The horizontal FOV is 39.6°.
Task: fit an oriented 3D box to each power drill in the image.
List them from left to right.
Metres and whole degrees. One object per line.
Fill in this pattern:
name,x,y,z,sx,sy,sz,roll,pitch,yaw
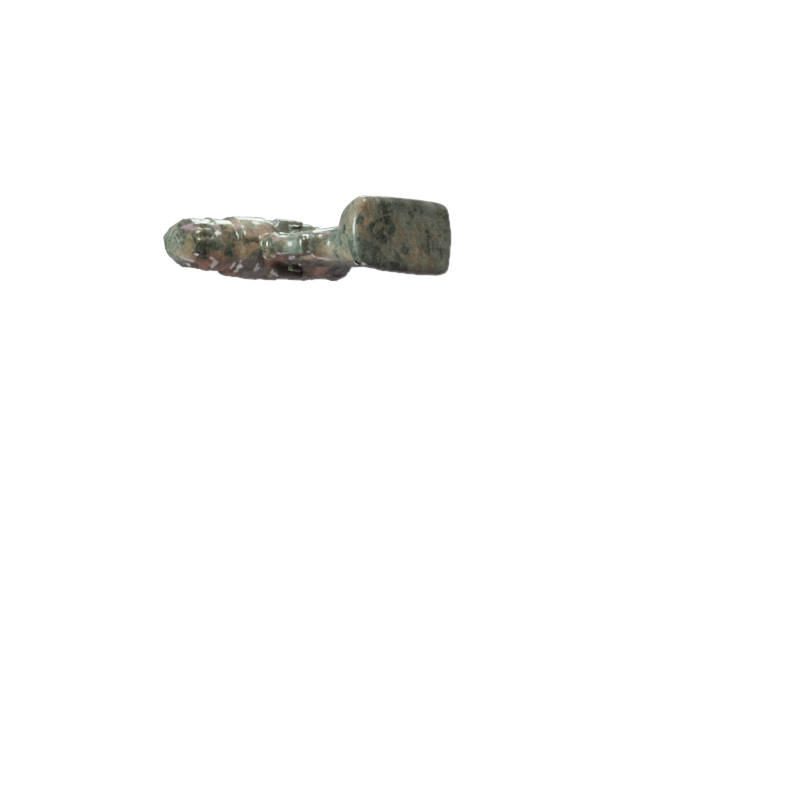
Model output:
power drill,-0.069,-0.125,0.877,0.177,0.057,0.195,-3,5,-42
